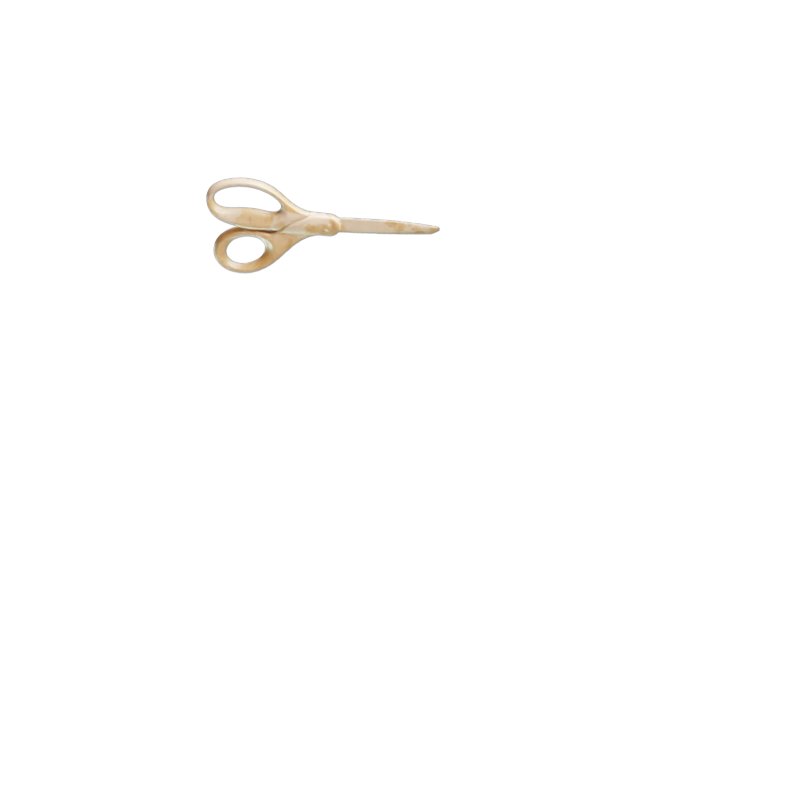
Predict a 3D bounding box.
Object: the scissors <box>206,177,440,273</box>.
[{"bbox_3d":[-0.076,-0.138,0.969,0.198,0.092,0.017,16,27,-8],"label":"scissors"}]
